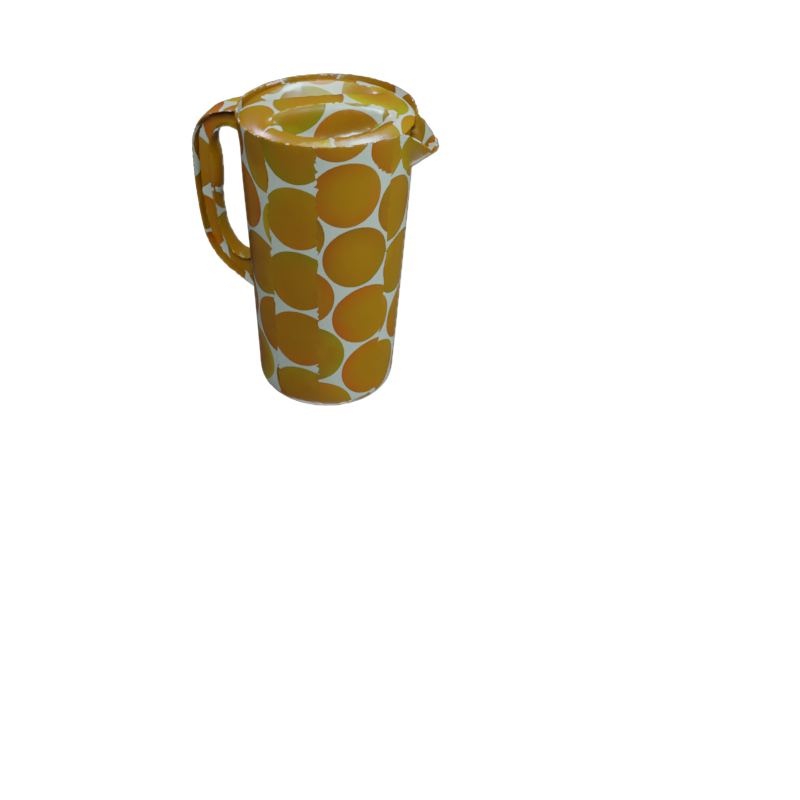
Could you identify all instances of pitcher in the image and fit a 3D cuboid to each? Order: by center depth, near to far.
[{"bbox_3d":[-0.067,-0.122,0.858,0.143,0.228,0.161,-15,37,-24],"label":"pitcher"}]
